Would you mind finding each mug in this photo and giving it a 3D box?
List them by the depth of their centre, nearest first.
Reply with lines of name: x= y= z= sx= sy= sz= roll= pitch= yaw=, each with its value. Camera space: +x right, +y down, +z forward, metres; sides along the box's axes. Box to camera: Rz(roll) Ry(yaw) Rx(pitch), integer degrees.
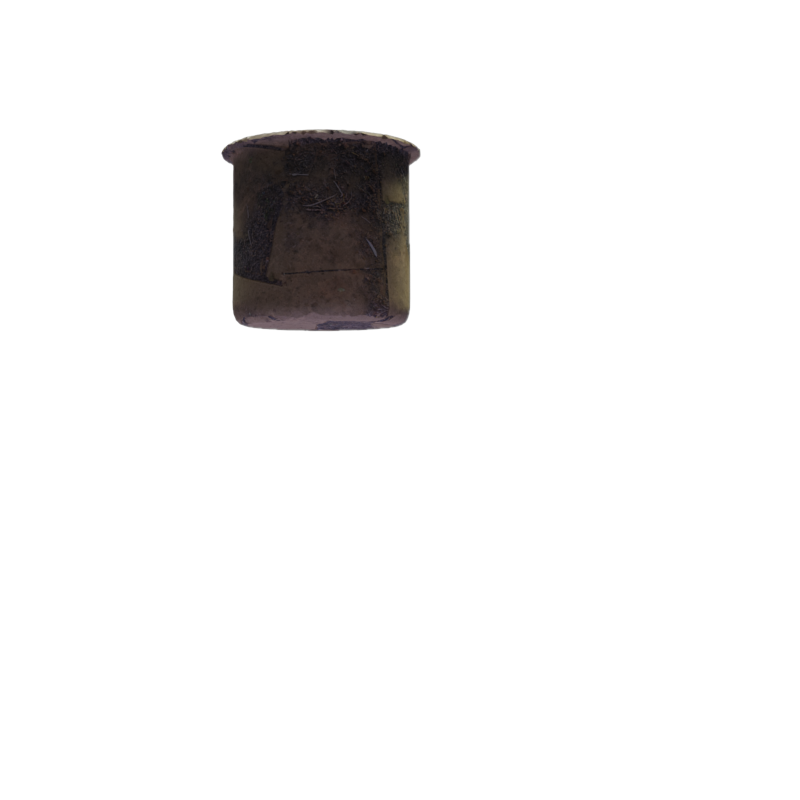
mug: x=-0.041 y=-0.075 z=0.524 sx=0.091 sy=0.083 sz=0.119 roll=1 pitch=-3 yaw=-21
